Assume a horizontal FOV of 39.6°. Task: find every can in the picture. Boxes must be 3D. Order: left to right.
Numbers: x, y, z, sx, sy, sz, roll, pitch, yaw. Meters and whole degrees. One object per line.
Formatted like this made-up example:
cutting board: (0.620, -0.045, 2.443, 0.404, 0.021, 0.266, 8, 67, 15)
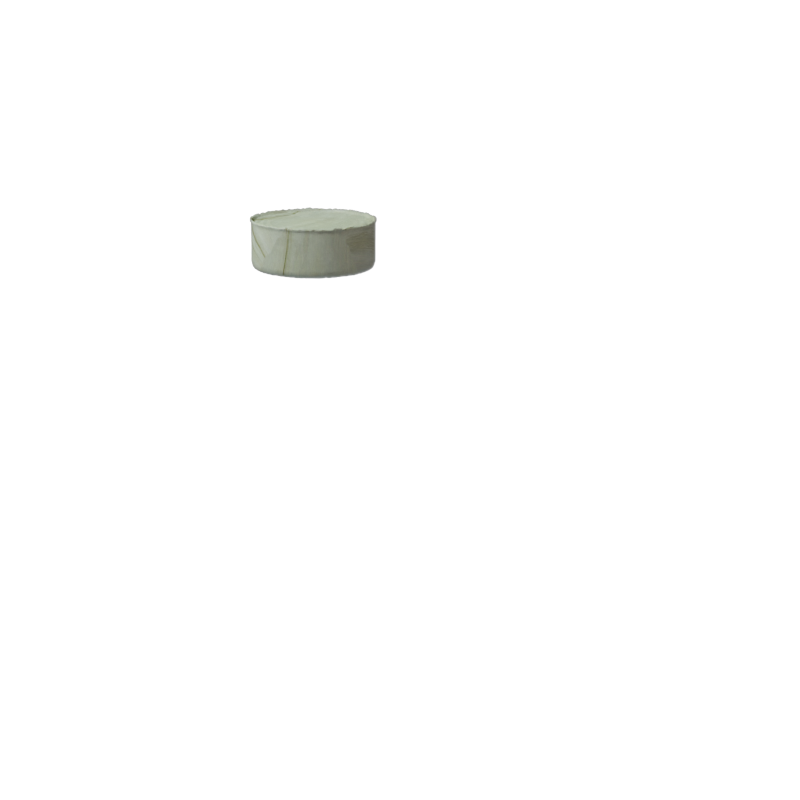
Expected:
can: (-0.059, -0.107, 0.751, 0.086, 0.032, 0.089, -1, 18, -2)
